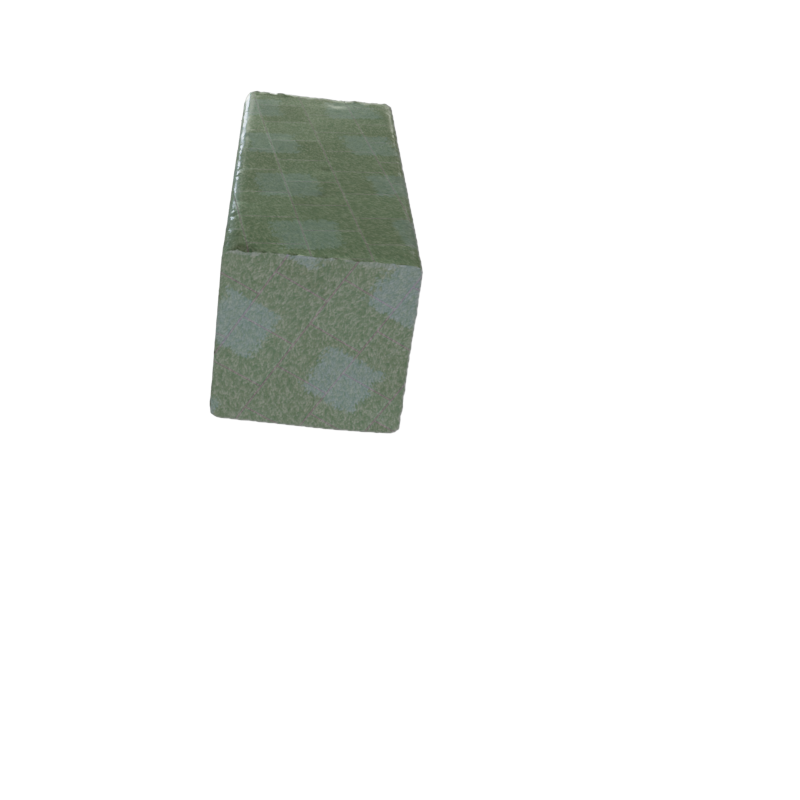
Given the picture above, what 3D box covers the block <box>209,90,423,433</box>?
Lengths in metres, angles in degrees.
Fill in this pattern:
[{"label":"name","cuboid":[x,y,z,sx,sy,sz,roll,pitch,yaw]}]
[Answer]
[{"label":"block","cuboid":[-0.046,-0.083,0.584,0.089,0.086,0.219,4,32,-7]}]
